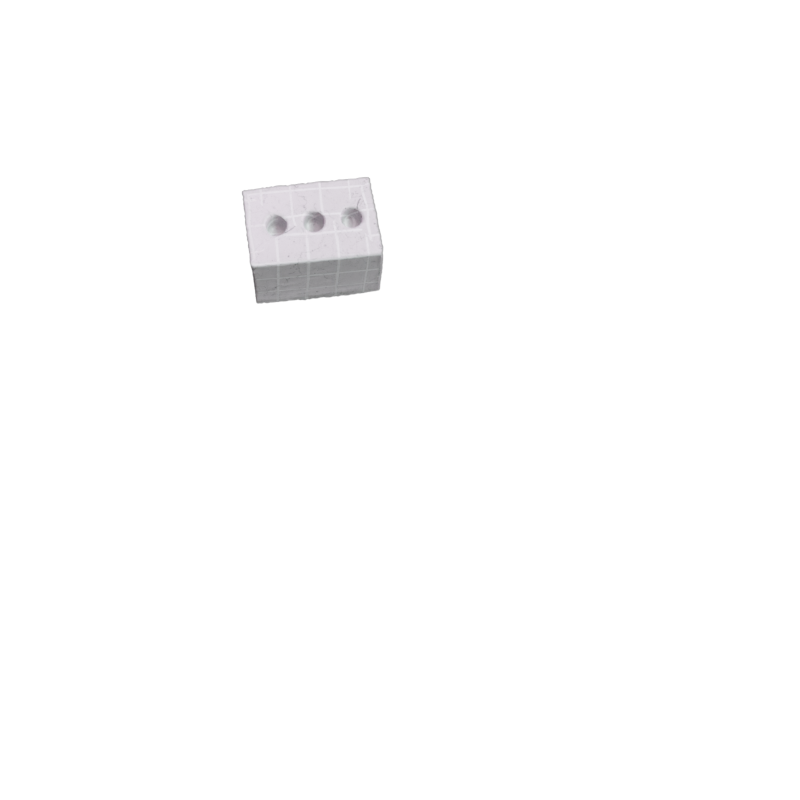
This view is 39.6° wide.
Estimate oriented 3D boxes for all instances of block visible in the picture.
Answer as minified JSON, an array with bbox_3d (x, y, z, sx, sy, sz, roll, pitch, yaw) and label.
[{"bbox_3d":[-0.051,-0.094,0.656,0.078,0.056,0.048,-7,-25,-5],"label":"block"}]
